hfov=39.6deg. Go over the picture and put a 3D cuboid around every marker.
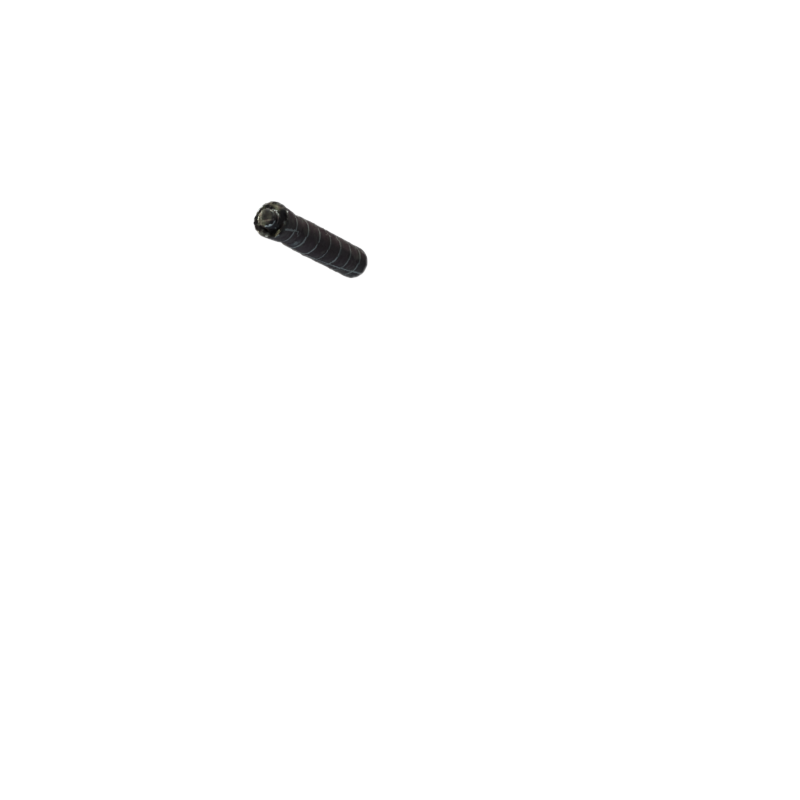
[{"bbox_3d":[-0.046,-0.084,0.591,0.020,0.020,0.116,2,-4,19],"label":"marker"}]
